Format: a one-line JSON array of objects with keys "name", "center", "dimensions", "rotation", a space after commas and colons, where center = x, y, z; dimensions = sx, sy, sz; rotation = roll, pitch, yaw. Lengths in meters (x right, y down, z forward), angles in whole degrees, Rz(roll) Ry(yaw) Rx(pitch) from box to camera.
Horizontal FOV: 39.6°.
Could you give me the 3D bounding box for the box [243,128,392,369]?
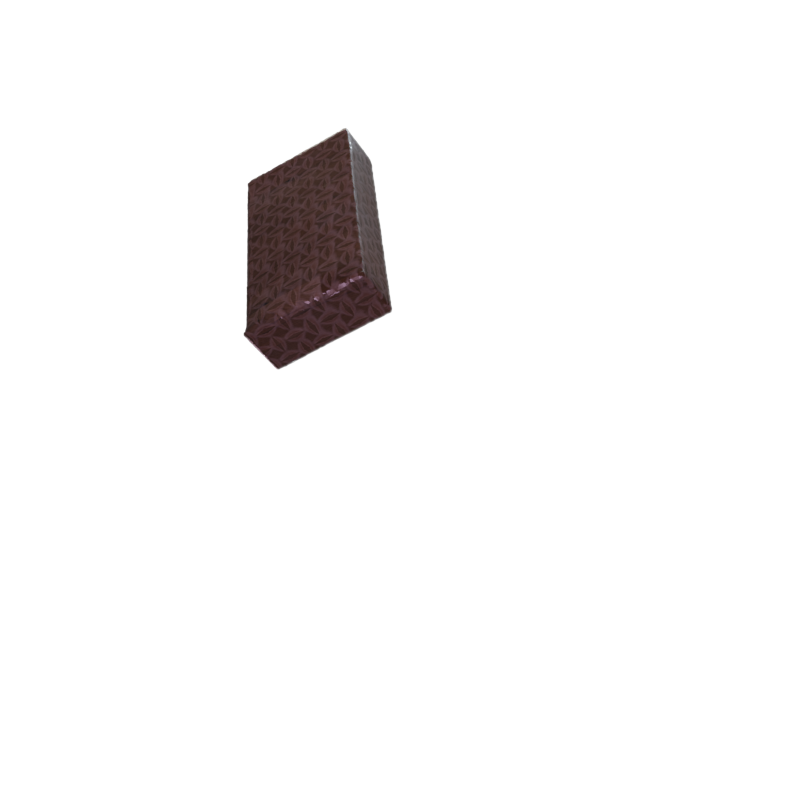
[{"name": "box", "center": [-0.061, -0.111, 0.778], "dimensions": [0.093, 0.189, 0.045], "rotation": [-26, -53, 17]}]
